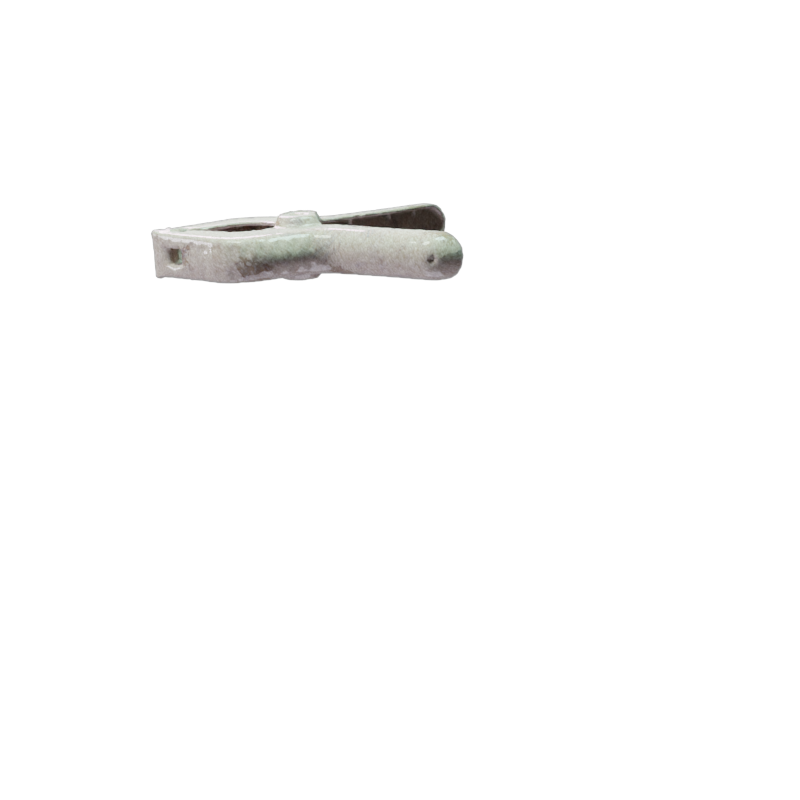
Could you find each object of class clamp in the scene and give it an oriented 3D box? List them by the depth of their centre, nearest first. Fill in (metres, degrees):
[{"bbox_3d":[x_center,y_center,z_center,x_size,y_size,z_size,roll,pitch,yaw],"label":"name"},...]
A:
[{"bbox_3d":[-0.048,-0.088,0.619,0.174,0.038,0.121,2,12,9],"label":"clamp"}]
